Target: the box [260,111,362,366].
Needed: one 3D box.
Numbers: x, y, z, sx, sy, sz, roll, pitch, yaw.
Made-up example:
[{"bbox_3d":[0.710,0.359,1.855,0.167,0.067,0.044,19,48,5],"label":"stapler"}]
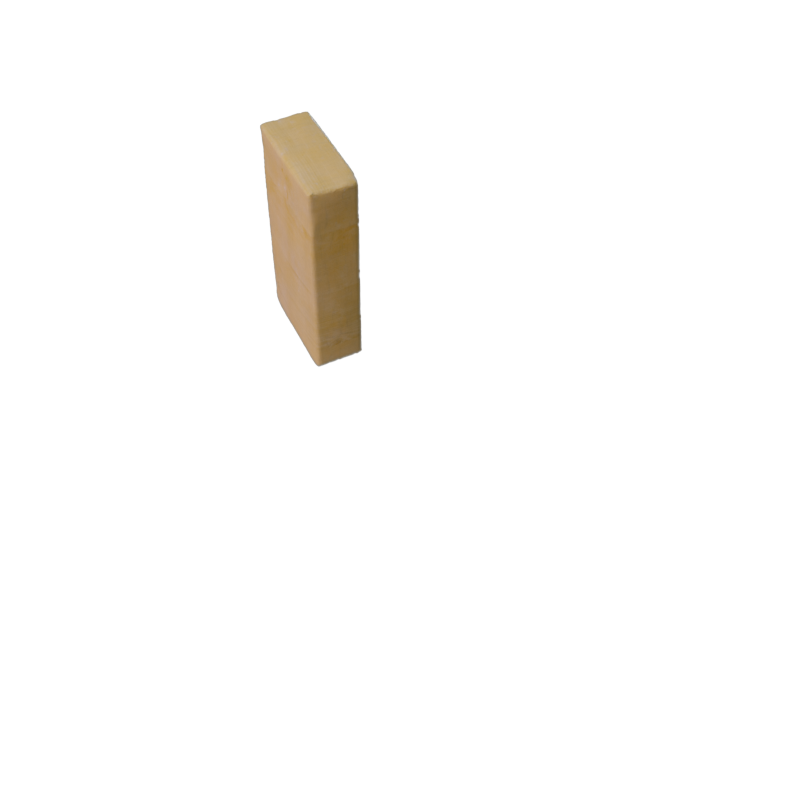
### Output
[{"bbox_3d":[-0.065,-0.120,0.839,0.047,0.164,0.101,-17,49,-19],"label":"box"}]
